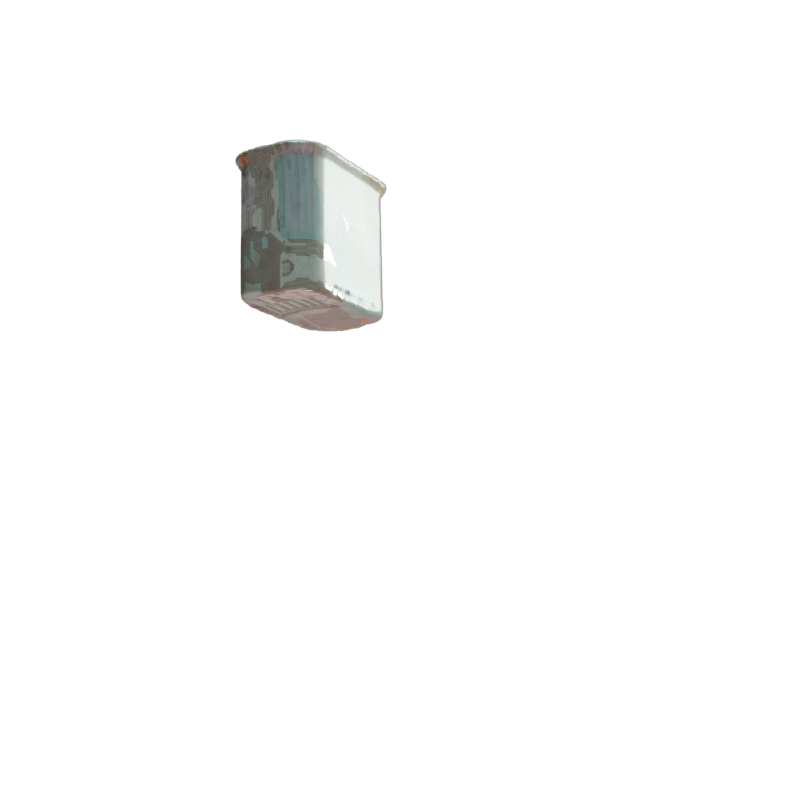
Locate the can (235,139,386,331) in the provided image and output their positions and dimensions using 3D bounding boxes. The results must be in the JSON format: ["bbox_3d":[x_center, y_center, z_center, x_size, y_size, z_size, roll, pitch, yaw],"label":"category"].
[{"bbox_3d":[-0.049,-0.090,0.631,0.059,0.087,0.096,-9,-15,27],"label":"can"}]
